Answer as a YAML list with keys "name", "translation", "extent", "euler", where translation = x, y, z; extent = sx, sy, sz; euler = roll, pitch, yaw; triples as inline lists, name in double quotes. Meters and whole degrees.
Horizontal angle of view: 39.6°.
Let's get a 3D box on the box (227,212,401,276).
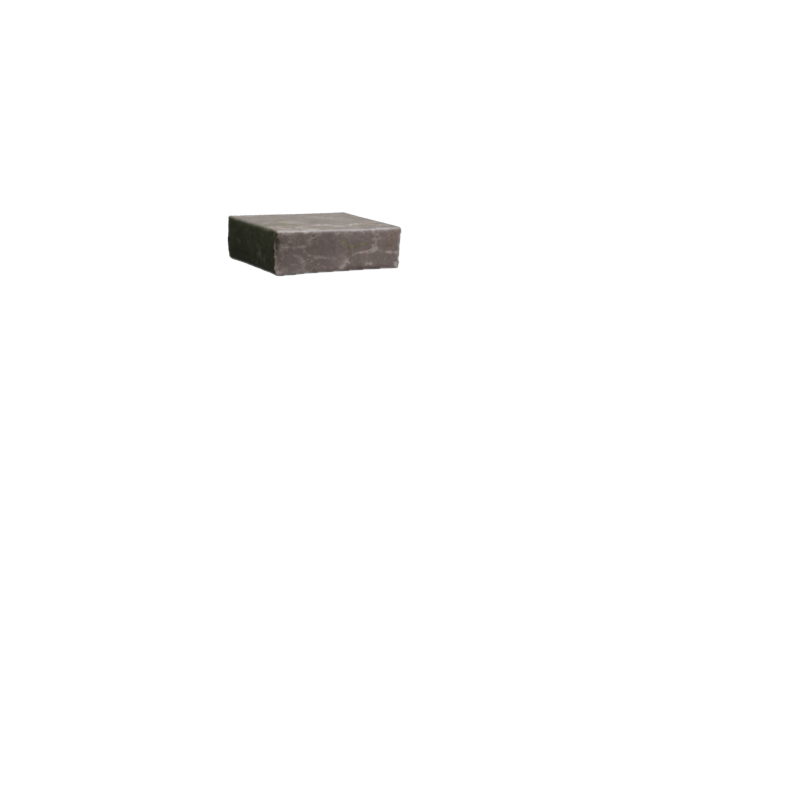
- name: "box"
  translation: [-0.069, -0.126, 0.886]
  extent: [0.110, 0.038, 0.095]
  euler: [-9, 18, -29]
